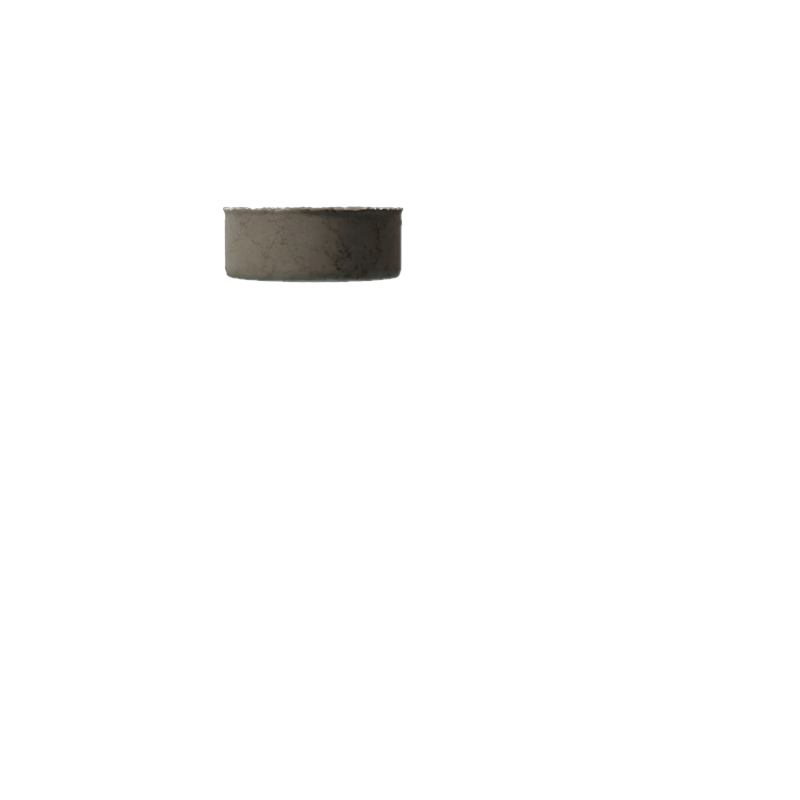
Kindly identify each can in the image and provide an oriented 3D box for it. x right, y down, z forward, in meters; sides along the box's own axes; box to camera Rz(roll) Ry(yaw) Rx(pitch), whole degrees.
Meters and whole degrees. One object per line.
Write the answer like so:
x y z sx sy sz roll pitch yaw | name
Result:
-0.041 -0.076 0.529 0.086 0.033 0.087 0 9 -2 | can
